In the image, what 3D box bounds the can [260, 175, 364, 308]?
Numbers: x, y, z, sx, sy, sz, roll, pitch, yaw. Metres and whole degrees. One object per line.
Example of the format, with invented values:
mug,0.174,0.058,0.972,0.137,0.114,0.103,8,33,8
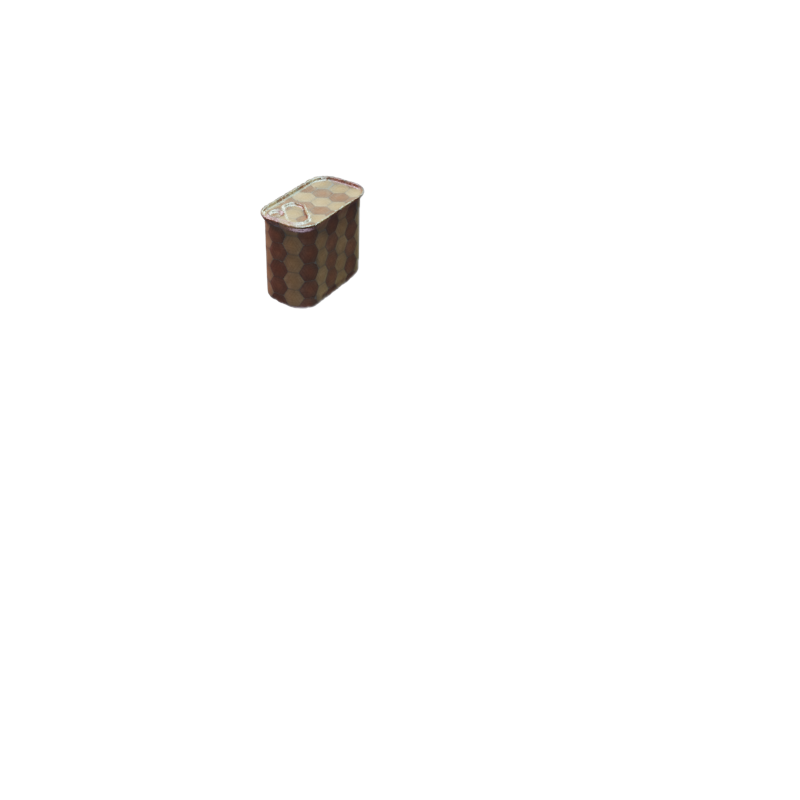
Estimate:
can,-0.077,-0.141,0.988,0.060,0.079,0.103,19,37,26
